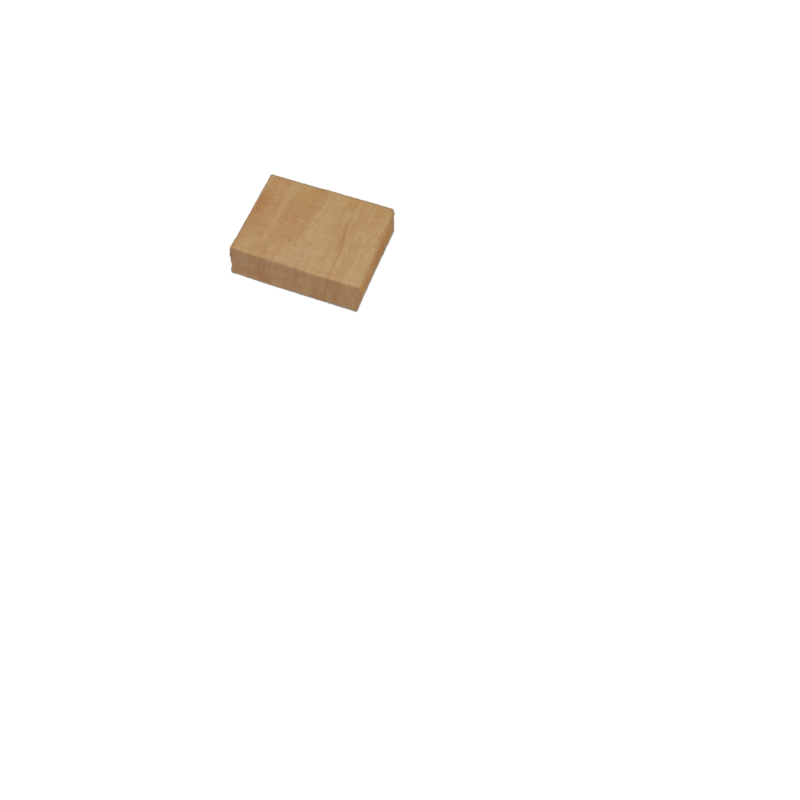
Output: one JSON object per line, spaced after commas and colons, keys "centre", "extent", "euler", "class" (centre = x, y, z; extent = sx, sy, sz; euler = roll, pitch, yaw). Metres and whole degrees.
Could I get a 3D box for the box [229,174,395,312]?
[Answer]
{"centre": [-0.071, -0.129, 0.905], "extent": [0.116, 0.094, 0.036], "euler": [15, -38, 12], "class": "box"}
